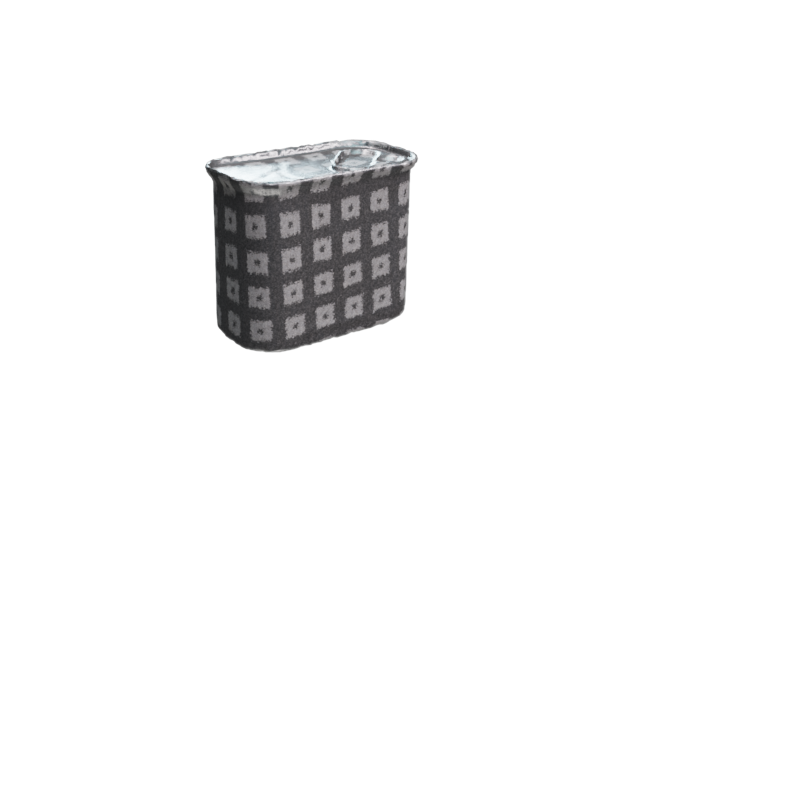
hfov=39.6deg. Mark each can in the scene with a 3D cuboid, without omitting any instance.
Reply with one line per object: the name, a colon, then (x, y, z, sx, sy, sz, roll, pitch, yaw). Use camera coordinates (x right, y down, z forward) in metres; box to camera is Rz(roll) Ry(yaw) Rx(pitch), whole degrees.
can: (-0.042, -0.077, 0.543, 0.100, 0.080, 0.061, -15, 26, -34)
